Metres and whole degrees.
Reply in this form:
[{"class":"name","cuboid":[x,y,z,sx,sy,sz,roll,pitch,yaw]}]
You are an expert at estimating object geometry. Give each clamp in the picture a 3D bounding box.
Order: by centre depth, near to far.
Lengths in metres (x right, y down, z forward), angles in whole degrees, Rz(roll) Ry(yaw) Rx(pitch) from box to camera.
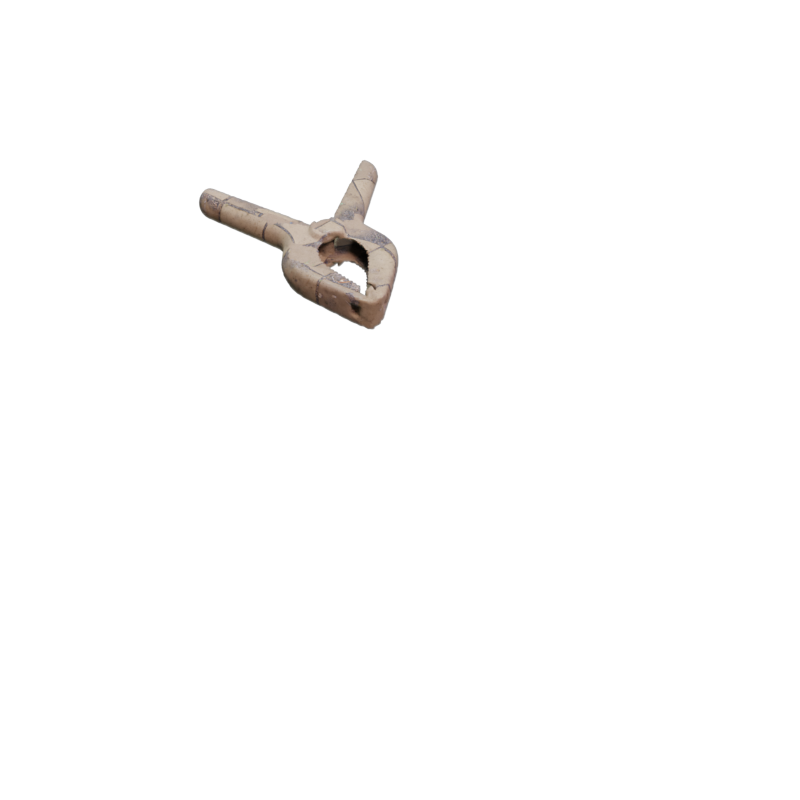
[{"class":"clamp","cuboid":[-0.071,-0.130,0.913,0.163,0.034,0.227,-10,41,-12]}]
